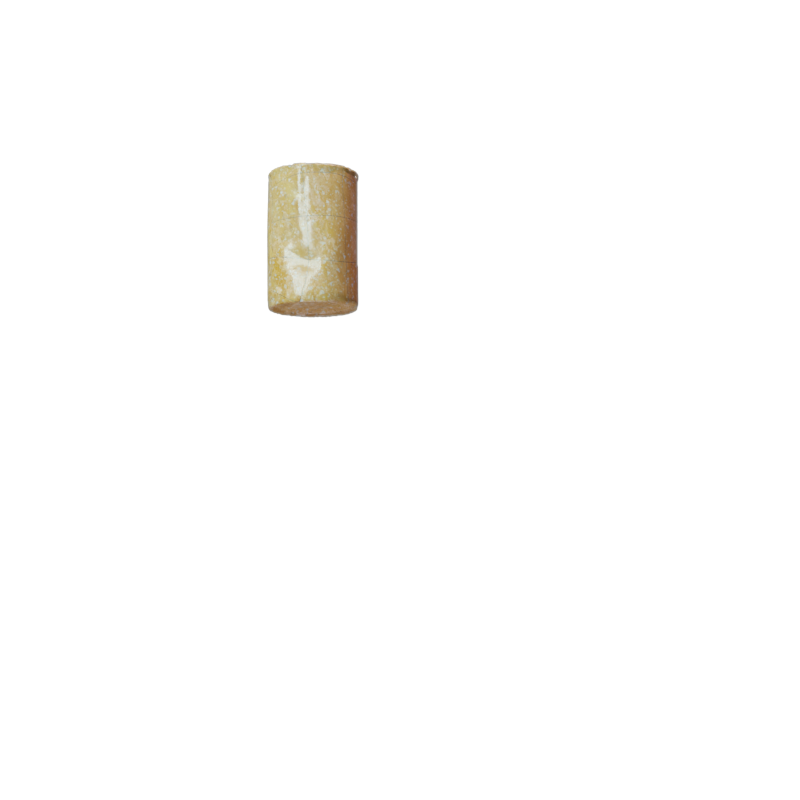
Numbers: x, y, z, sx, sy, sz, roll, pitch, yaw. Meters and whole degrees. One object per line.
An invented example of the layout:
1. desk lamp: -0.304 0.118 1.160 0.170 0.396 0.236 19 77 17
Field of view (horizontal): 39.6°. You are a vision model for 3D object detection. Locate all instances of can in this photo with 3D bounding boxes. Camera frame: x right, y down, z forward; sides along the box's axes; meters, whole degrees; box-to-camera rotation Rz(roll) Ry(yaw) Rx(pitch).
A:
1. can: -0.064 -0.117 0.818 0.068 0.105 0.067 0 -11 -2
